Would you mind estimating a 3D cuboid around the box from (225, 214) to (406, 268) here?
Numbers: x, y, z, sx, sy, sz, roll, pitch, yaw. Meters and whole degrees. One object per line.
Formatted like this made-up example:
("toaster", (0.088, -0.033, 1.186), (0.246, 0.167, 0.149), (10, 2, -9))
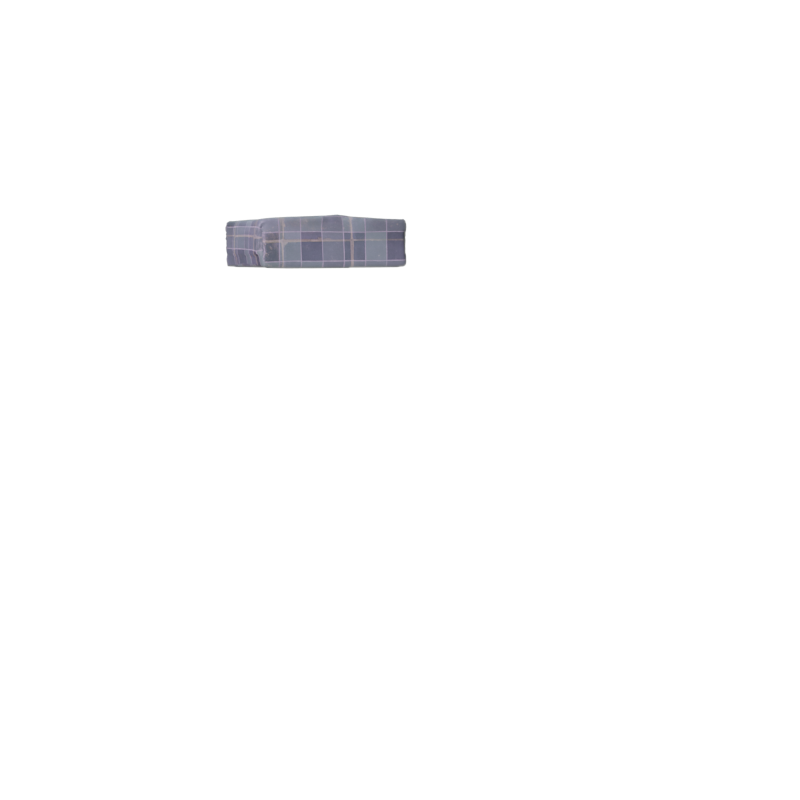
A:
("box", (-0.051, -0.093, 0.649), (0.087, 0.030, 0.076), (-3, 7, -21))
